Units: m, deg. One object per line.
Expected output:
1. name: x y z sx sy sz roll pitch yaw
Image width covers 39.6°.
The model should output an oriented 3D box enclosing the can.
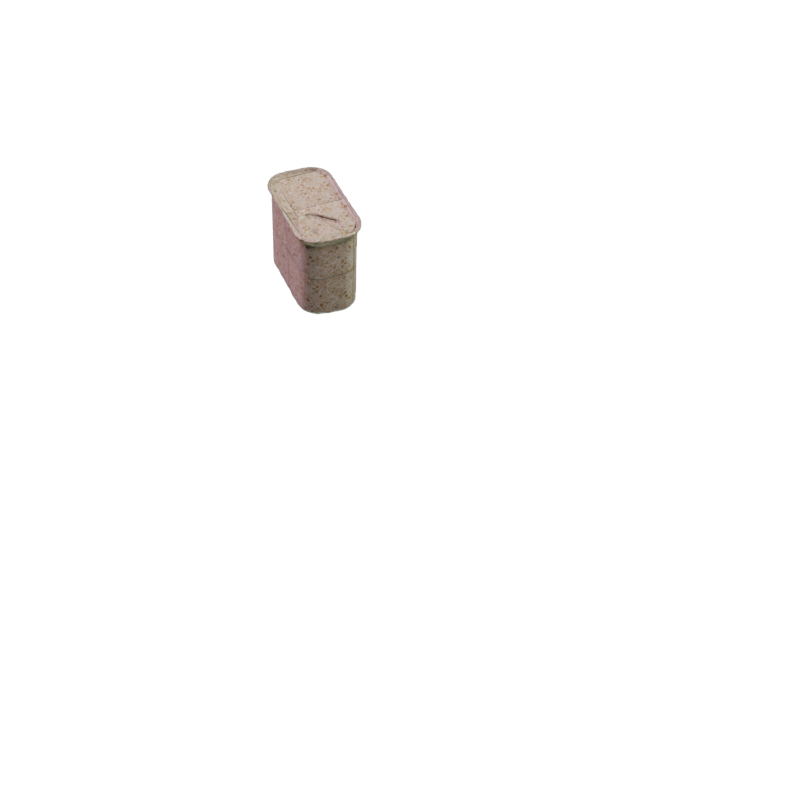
1. can: -0.074 -0.135 0.944 0.057 0.078 0.110 -14 45 -17
